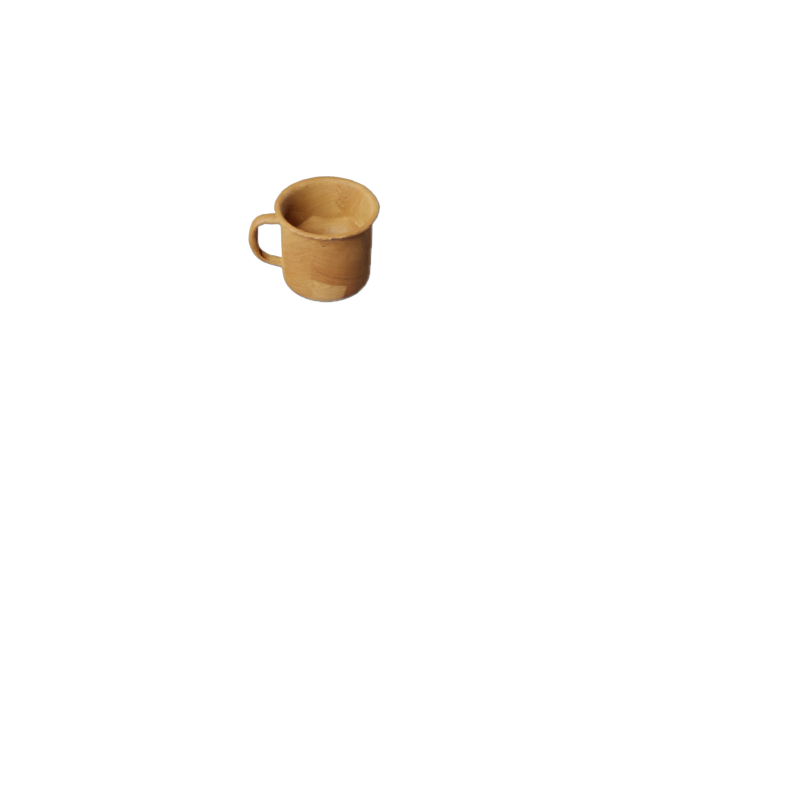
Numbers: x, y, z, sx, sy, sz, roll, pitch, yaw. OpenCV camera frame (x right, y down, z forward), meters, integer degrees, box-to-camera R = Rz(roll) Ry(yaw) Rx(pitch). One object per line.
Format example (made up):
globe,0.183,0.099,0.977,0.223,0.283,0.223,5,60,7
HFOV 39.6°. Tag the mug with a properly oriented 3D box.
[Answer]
mug,-0.078,-0.143,1.000,0.117,0.076,0.100,0,42,-2
